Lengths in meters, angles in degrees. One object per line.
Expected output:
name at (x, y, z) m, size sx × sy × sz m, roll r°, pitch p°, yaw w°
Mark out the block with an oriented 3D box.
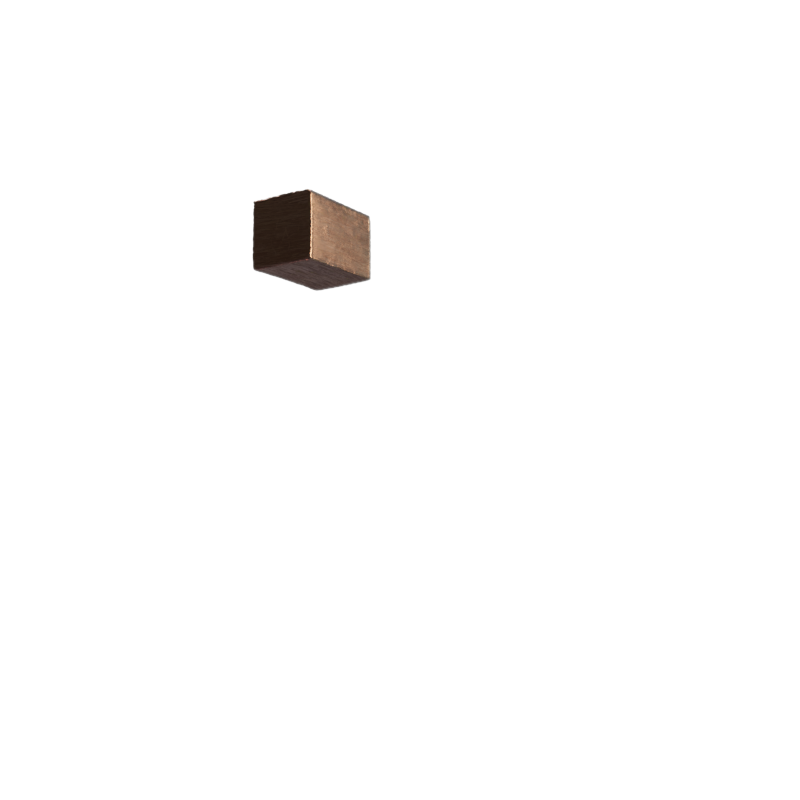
block at (-0.063, -0.115, 0.803) m, size 0.054 × 0.053 × 0.074 m, roll -9°, pitch -14°, yaw 32°
